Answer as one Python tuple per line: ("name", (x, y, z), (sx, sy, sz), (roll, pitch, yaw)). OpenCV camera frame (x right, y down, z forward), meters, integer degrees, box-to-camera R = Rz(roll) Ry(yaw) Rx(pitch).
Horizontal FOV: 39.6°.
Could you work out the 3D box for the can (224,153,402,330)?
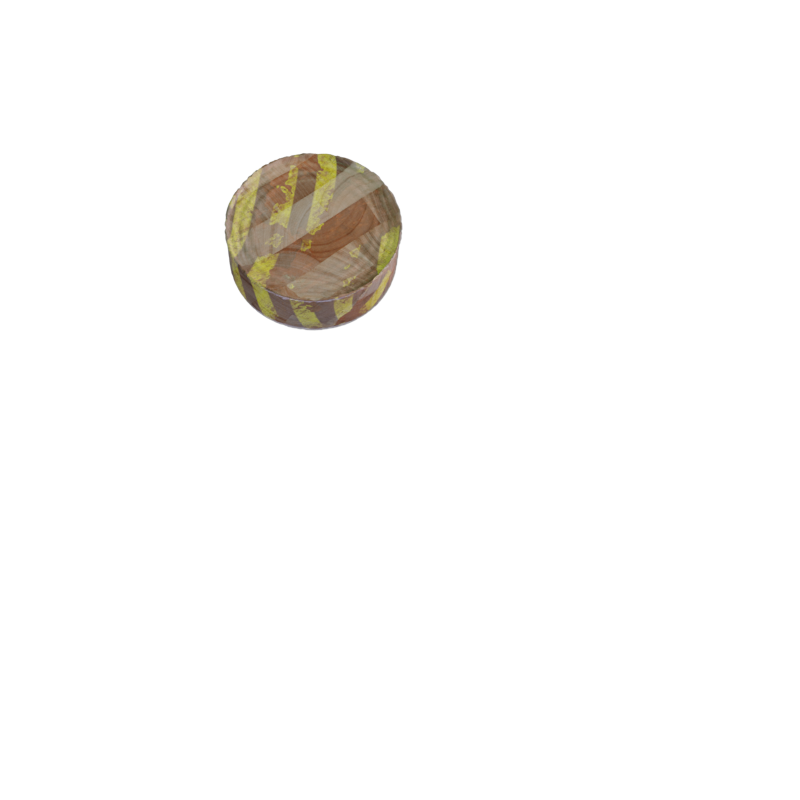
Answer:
("can", (-0.043, -0.078, 0.547), (0.086, 0.092, 0.031), (-1, -31, -1))
